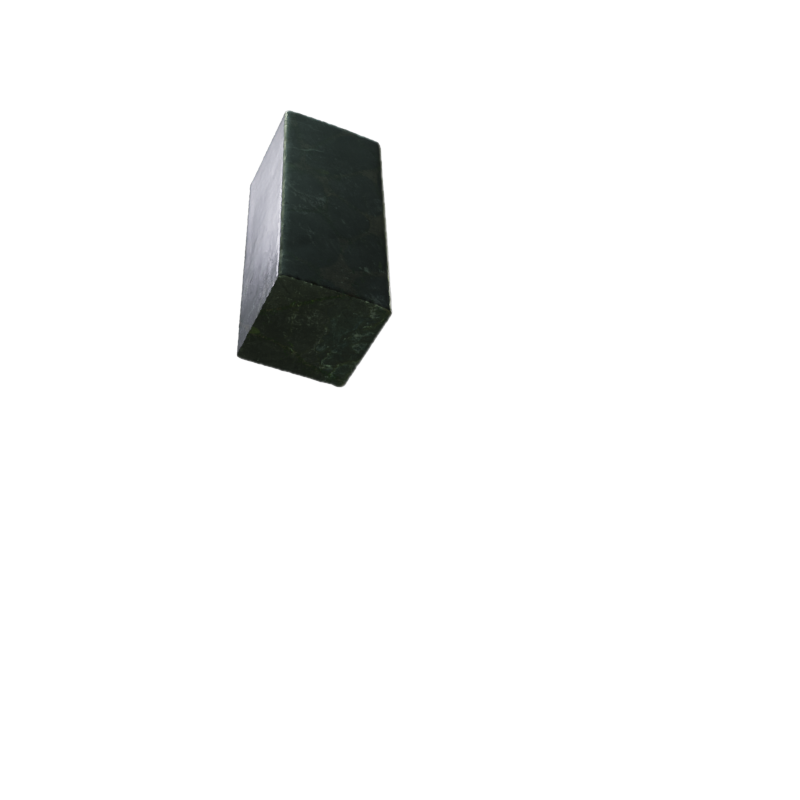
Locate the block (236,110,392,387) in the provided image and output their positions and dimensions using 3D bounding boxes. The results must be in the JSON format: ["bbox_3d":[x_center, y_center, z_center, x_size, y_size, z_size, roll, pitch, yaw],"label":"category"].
[{"bbox_3d":[-0.068,-0.125,0.877,0.087,0.221,0.087,17,-49,-19],"label":"block"}]
